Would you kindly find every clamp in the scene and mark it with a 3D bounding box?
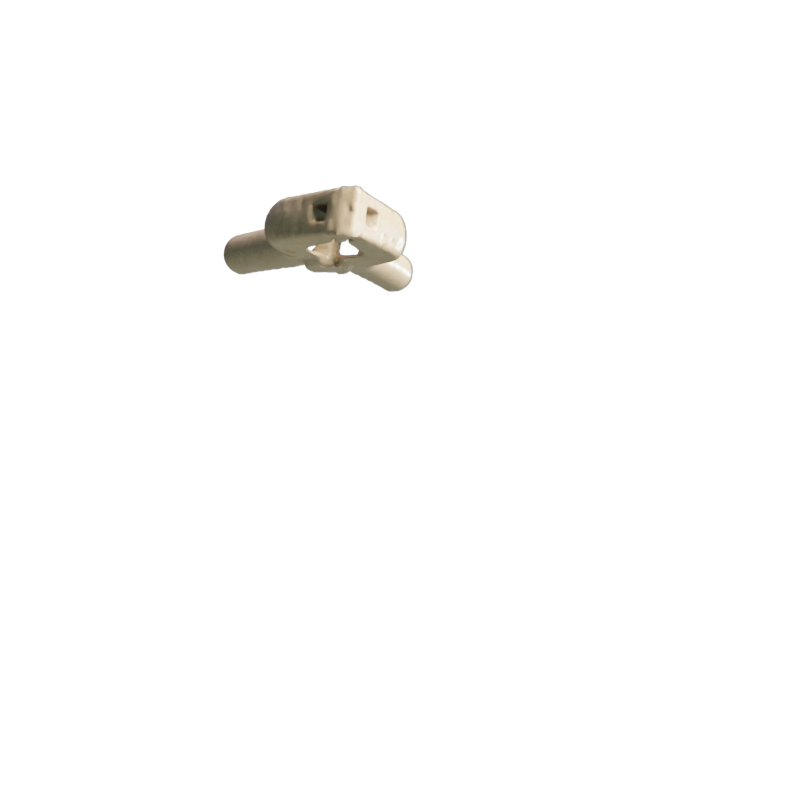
[{"bbox_3d":[-0.051,-0.092,0.646,0.120,0.040,0.167,0,-7,0],"label":"clamp"}]
